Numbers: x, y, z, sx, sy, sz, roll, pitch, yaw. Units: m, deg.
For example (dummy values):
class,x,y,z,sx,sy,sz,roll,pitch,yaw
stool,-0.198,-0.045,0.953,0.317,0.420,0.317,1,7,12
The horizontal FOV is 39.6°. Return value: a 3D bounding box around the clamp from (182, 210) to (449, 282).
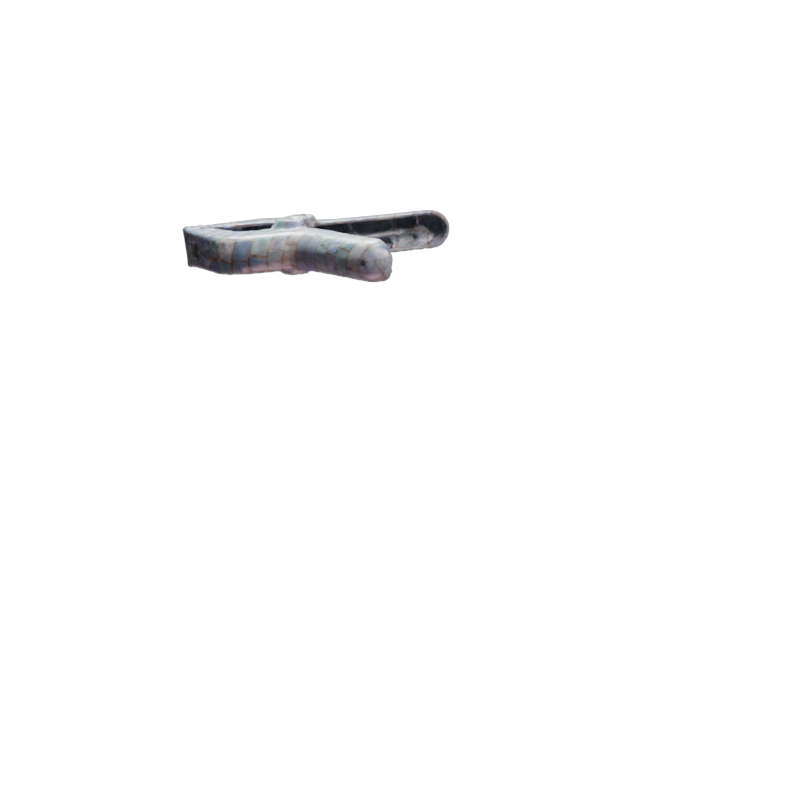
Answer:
class,x,y,z,sx,sy,sz,roll,pitch,yaw
clamp,-0.056,-0.101,0.711,0.179,0.038,0.118,8,16,30
